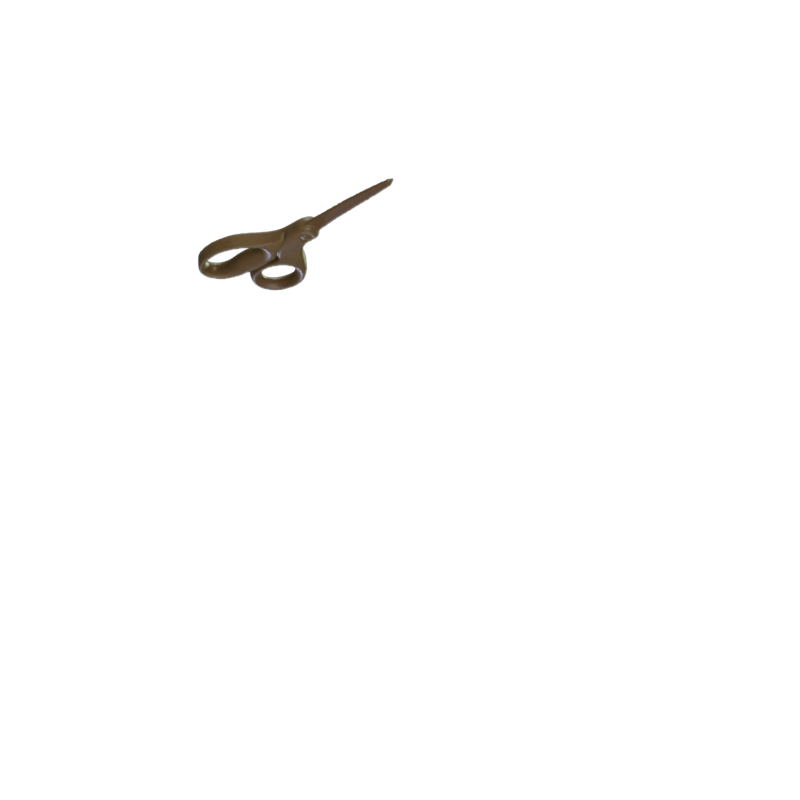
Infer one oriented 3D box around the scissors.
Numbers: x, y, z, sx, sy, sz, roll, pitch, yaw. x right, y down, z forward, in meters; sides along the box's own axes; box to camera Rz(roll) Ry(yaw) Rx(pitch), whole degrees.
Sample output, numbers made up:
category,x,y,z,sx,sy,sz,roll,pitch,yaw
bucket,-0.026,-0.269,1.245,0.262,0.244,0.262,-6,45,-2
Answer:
category,x,y,z,sx,sy,sz,roll,pitch,yaw
scissors,-0.067,-0.123,0.860,0.205,0.017,0.090,-13,-24,31
